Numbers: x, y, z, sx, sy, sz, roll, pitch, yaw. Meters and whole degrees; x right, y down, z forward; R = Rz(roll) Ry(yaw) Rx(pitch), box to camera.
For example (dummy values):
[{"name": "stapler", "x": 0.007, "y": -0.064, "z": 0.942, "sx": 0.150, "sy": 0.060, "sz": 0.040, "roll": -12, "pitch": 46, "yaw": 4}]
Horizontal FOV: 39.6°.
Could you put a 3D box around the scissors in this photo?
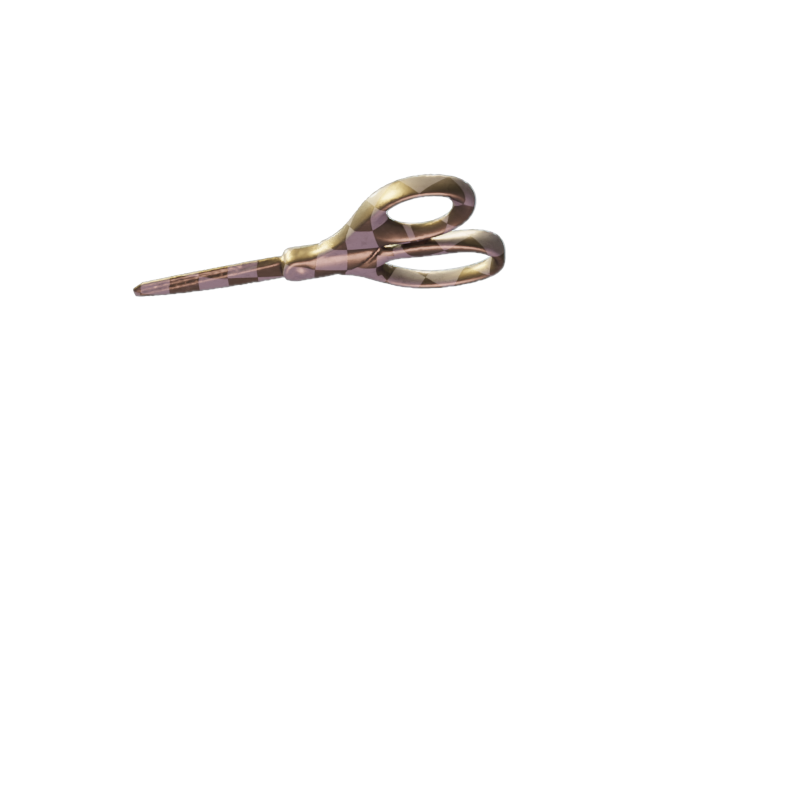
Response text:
[{"name": "scissors", "x": -0.045, "y": -0.082, "z": 0.575, "sx": 0.202, "sy": 0.017, "sz": 0.090, "roll": 0, "pitch": -30, "yaw": 1}]
